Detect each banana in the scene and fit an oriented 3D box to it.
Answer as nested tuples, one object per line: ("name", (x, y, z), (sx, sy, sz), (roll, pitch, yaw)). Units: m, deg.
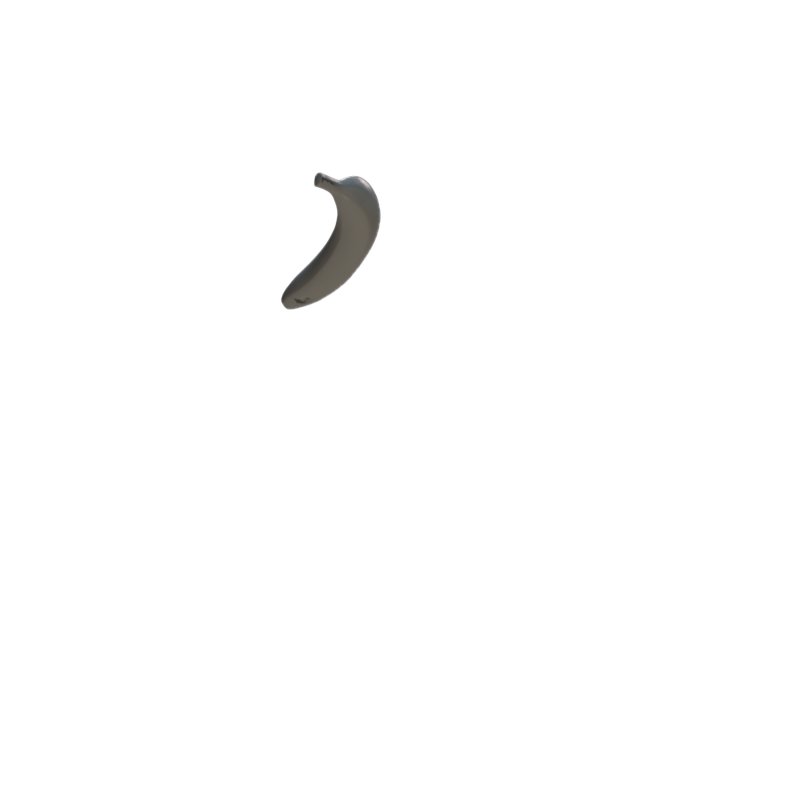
("banana", (-0.058, -0.140, 0.977), (0.068, 0.039, 0.188), (7, -33, -11))
